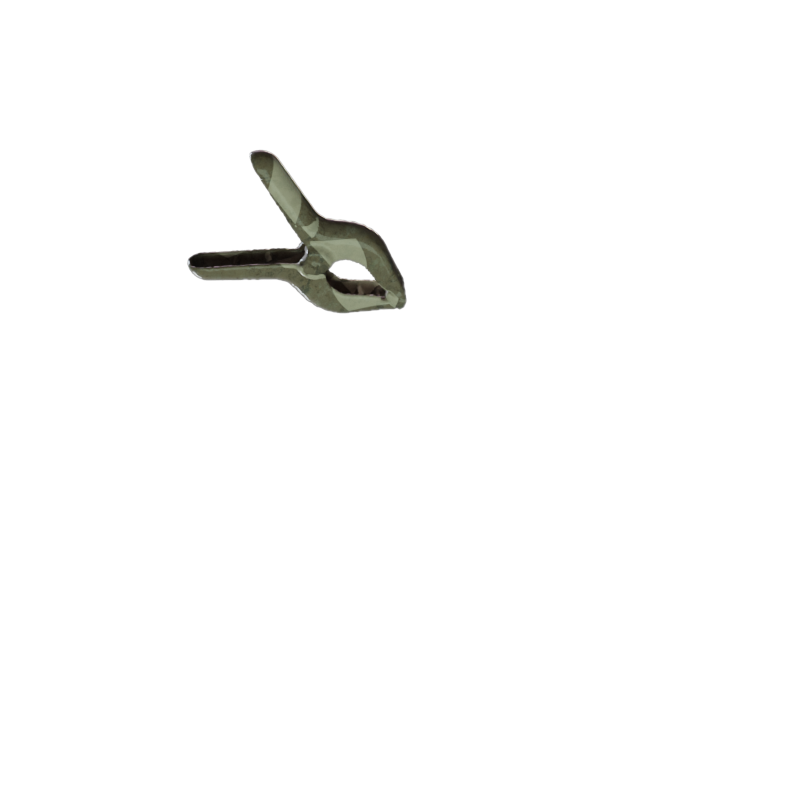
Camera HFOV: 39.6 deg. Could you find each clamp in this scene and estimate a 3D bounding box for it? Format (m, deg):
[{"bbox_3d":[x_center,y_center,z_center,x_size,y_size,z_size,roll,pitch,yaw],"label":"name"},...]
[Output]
[{"bbox_3d":[-0.067,-0.122,0.853,0.167,0.115,0.042,16,40,-14],"label":"clamp"}]
